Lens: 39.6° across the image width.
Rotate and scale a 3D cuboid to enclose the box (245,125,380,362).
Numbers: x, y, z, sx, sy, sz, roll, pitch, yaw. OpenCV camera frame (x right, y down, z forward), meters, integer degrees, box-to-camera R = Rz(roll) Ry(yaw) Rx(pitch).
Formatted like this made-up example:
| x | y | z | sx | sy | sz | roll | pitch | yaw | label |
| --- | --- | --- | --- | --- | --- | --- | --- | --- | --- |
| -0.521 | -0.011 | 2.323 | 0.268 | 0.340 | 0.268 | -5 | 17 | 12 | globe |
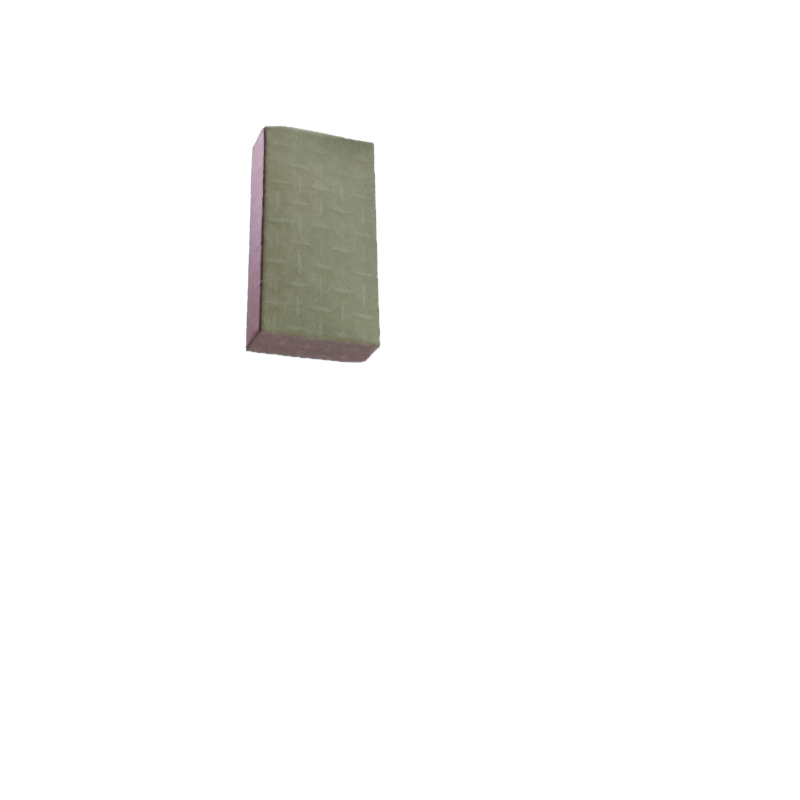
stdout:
| x | y | z | sx | sy | sz | roll | pitch | yaw | label |
| --- | --- | --- | --- | --- | --- | --- | --- | --- | --- |
| -0.065 | -0.119 | 0.834 | 0.091 | 0.186 | 0.047 | 6 | -25 | -18 | box |
